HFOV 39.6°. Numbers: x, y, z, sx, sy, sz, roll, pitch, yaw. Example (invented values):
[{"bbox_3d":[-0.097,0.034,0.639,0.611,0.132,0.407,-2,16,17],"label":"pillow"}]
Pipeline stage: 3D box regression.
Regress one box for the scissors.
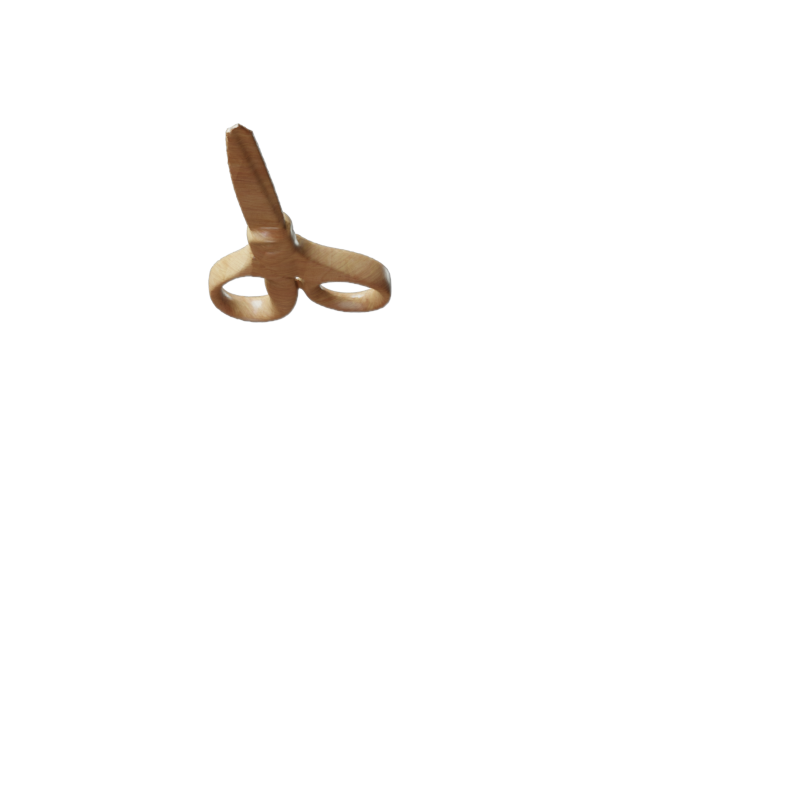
[{"bbox_3d":[-0.037,-0.067,0.472,0.094,0.016,0.197,3,-14,-14],"label":"scissors"}]
